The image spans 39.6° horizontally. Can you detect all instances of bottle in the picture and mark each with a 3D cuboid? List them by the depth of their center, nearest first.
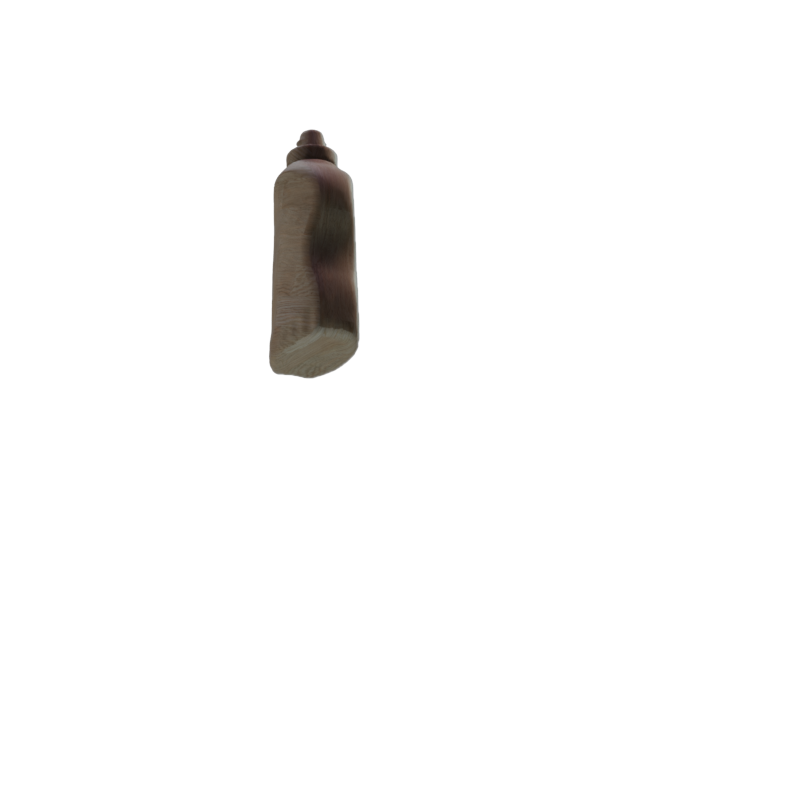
[{"bbox_3d":[-0.067,-0.121,0.844,0.057,0.203,0.094,8,-26,-21],"label":"bottle"}]
